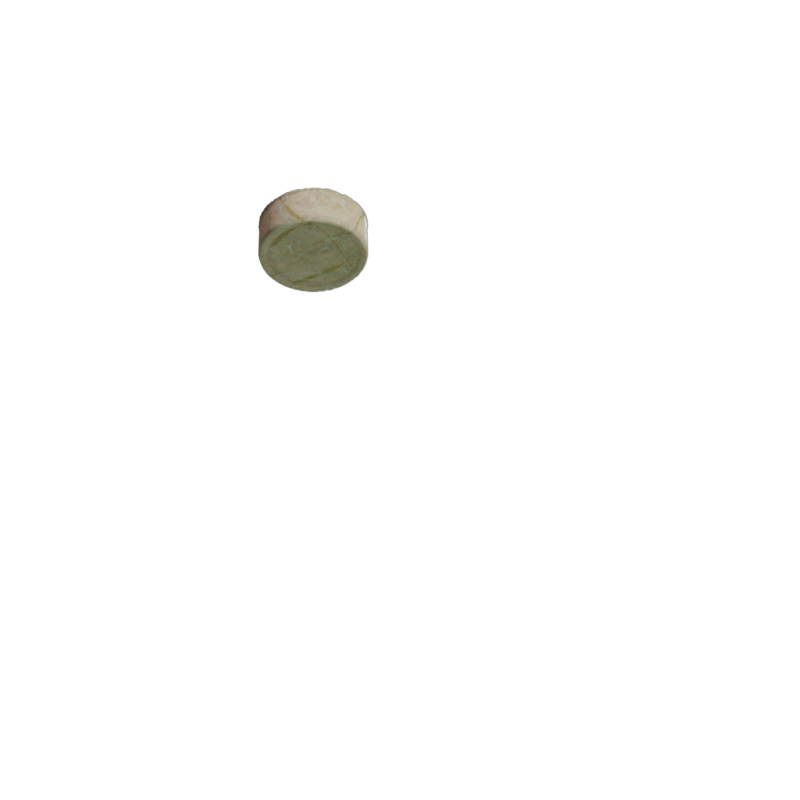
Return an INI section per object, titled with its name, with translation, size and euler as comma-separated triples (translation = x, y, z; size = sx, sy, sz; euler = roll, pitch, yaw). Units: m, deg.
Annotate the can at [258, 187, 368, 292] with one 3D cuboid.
[can]
translation = -0.067, -0.122, 0.854
size = 0.086, 0.036, 0.080
euler = 1, -38, -2
